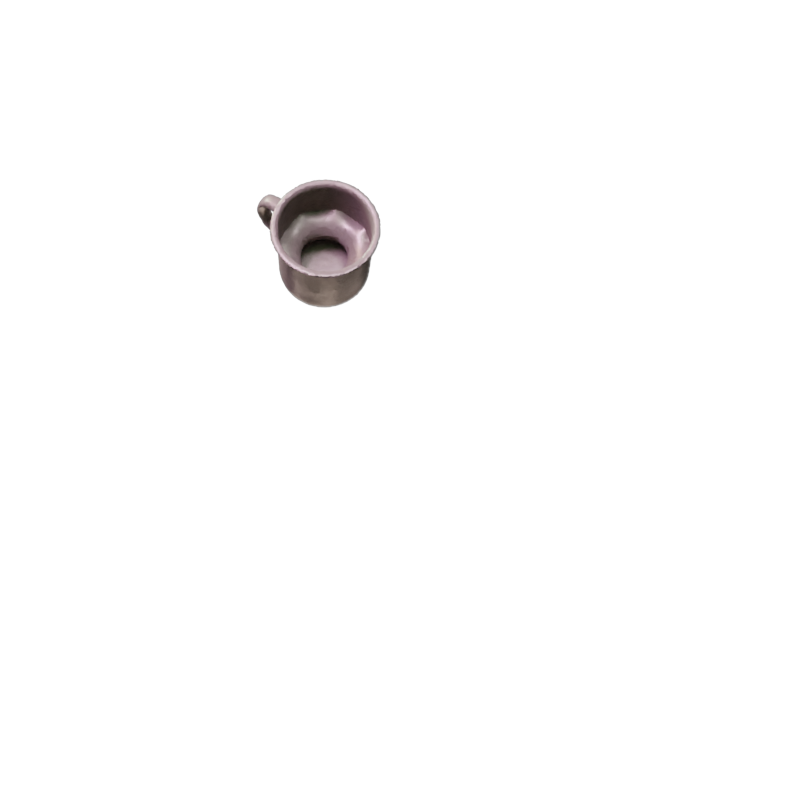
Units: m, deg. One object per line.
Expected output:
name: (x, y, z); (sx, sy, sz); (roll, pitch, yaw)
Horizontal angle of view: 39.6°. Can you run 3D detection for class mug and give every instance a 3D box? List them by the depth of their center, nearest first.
mug: (-0.076, -0.138, 0.966); (0.121, 0.095, 0.077); (31, -21, 12)
